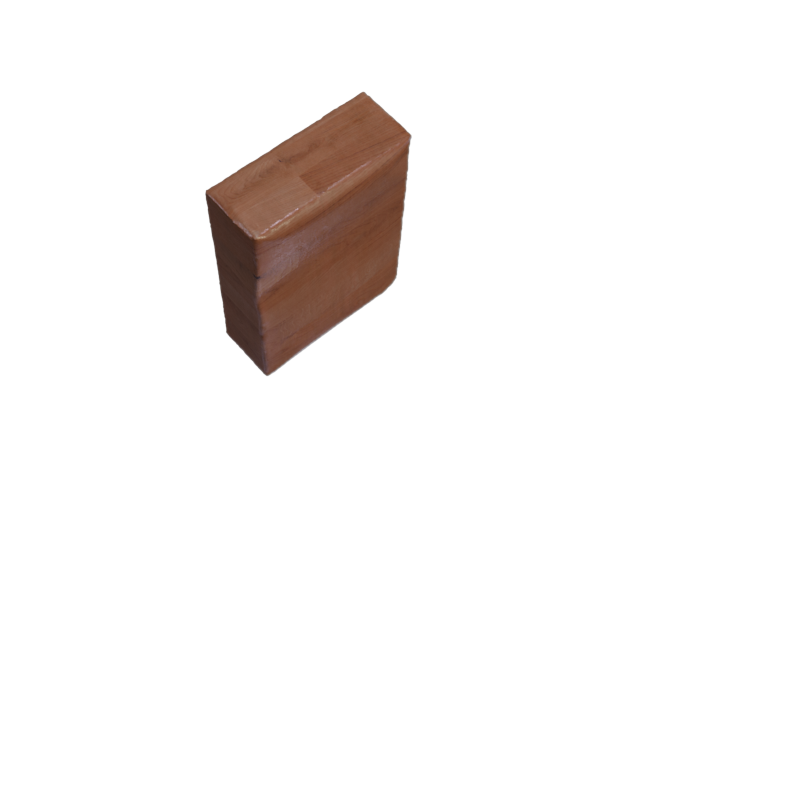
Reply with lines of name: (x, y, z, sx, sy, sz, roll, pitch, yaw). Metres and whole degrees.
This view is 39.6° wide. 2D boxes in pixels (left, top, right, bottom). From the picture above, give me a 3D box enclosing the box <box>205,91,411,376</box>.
box: (-0.074, -0.135, 0.947, 0.165, 0.076, 0.201, -38, -21, -22)
